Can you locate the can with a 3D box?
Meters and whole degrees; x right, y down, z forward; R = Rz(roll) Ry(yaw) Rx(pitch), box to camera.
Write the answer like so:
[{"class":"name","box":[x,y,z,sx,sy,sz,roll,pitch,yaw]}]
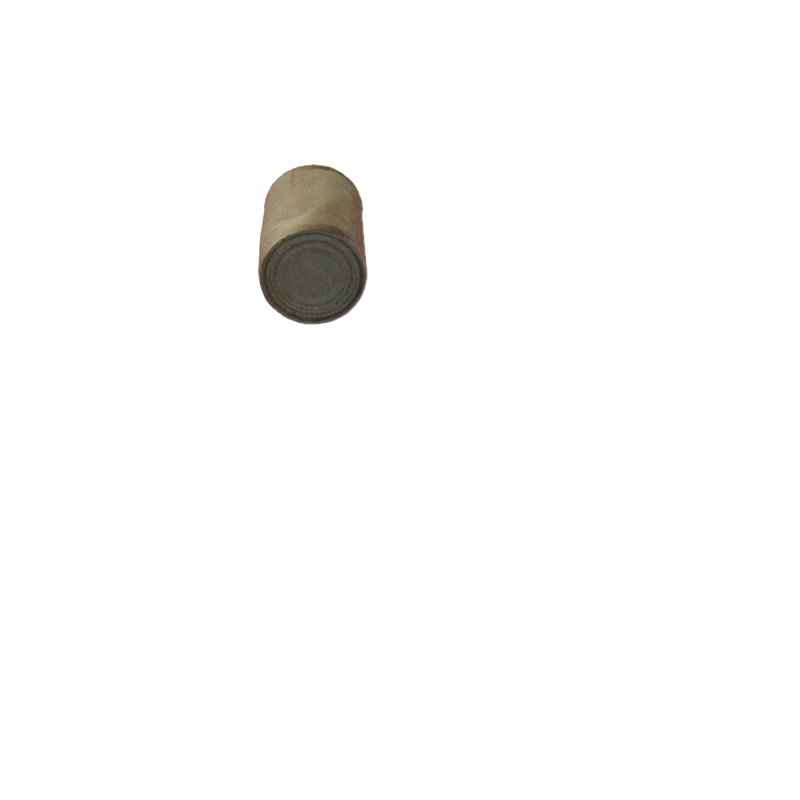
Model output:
[{"class":"can","box":[-0.056,-0.102,0.713,0.068,0.065,0.109,0,31,-3]}]
